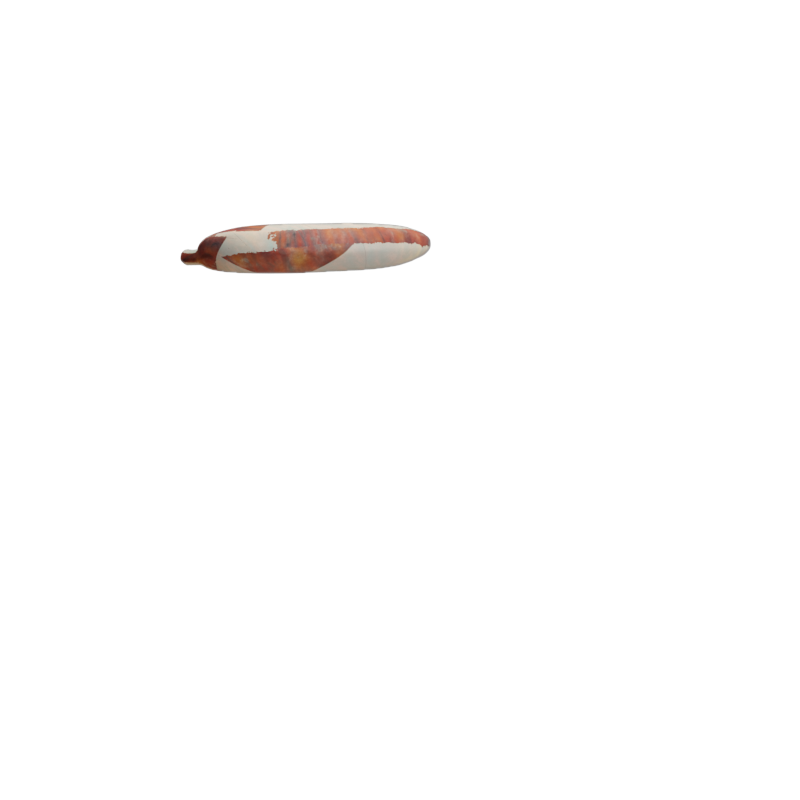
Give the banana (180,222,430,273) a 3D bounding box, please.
[{"bbox_3d":[-0.068,-0.118,0.845,0.196,0.036,0.072,-2,15,-8],"label":"banana"}]
